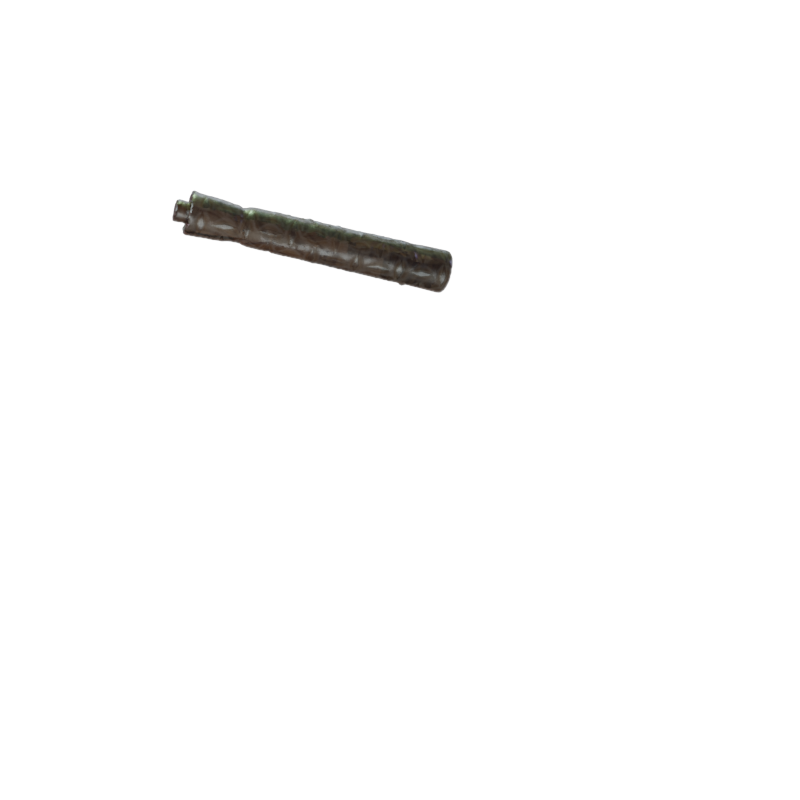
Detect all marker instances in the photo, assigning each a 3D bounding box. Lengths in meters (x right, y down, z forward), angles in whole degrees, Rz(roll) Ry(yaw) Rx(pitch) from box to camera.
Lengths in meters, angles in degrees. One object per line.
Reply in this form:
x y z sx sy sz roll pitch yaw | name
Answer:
-0.037 -0.068 0.473 0.118 0.020 0.020 11 1 -12 | marker
